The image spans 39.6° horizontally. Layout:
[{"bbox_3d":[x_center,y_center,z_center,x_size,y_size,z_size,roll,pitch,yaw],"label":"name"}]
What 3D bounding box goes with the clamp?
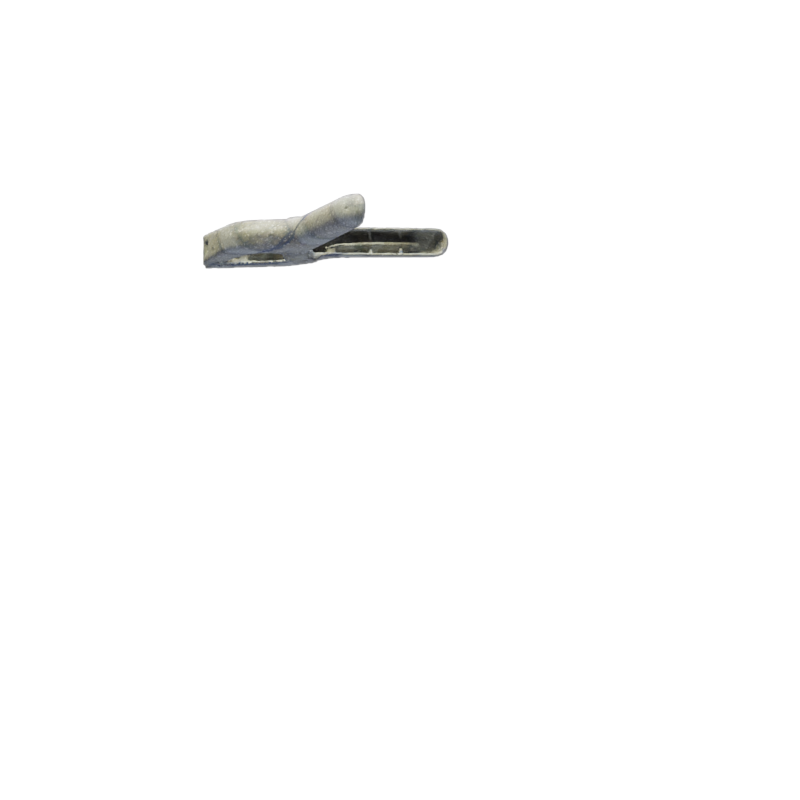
[{"bbox_3d":[-0.074,-0.135,0.945,0.216,0.037,0.156,-4,-6,35],"label":"clamp"}]
